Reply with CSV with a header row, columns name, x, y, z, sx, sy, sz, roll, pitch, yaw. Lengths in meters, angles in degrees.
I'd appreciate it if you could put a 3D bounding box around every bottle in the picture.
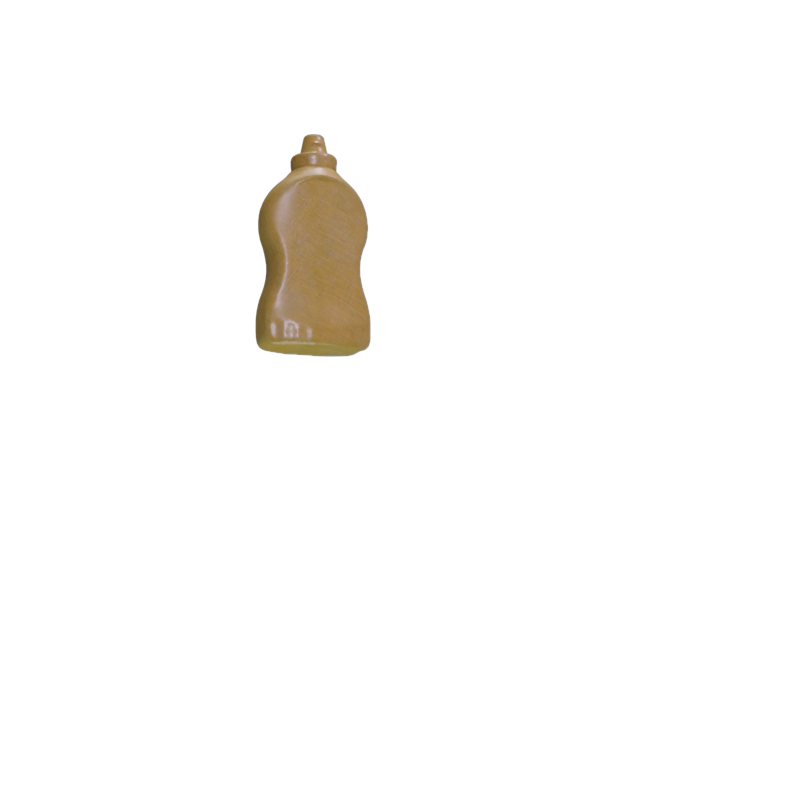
name,x,y,z,sx,sy,sz,roll,pitch,yaw
bottle,-0.075,-0.137,0.956,0.093,0.199,0.058,4,-15,-20
